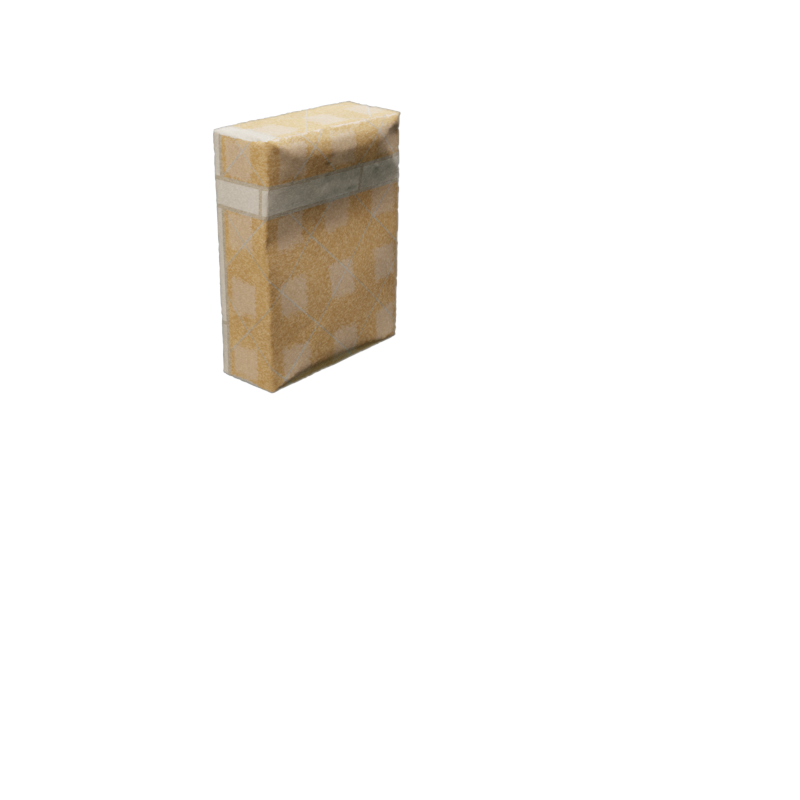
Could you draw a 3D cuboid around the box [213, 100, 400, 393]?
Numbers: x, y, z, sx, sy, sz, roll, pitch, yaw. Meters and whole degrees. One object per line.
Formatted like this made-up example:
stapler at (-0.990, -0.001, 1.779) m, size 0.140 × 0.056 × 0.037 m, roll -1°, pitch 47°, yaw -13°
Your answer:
box at (-0.074, -0.135, 0.944) m, size 0.076 × 0.204 × 0.162 m, roll 18°, pitch 27°, yaw 37°
